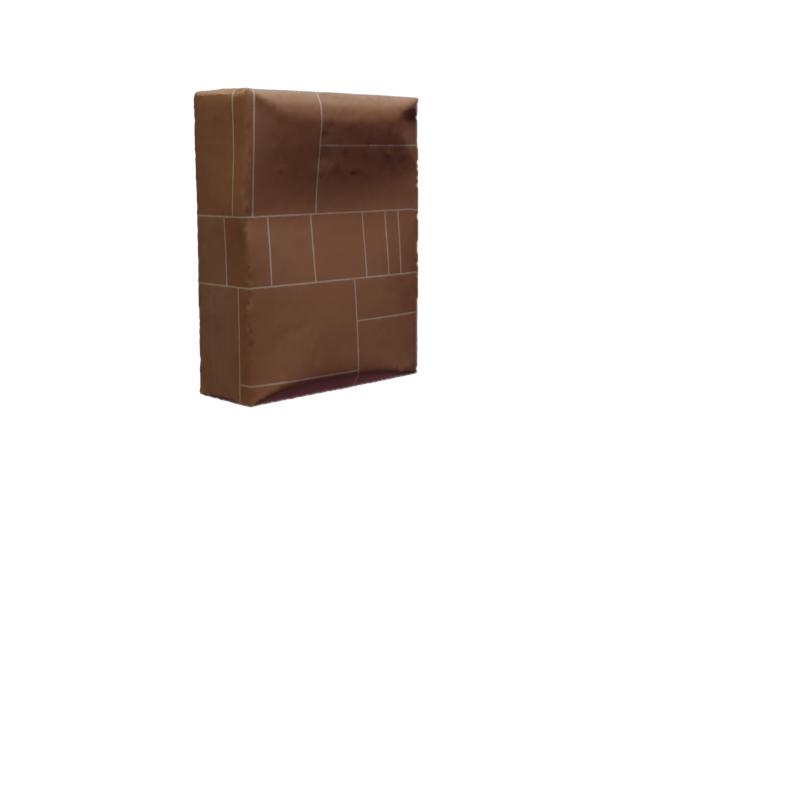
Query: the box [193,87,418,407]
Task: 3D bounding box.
[{"bbox_3d":[-0.063,-0.114,0.800,0.159,0.211,0.075,-6,8,-42],"label":"box"}]
